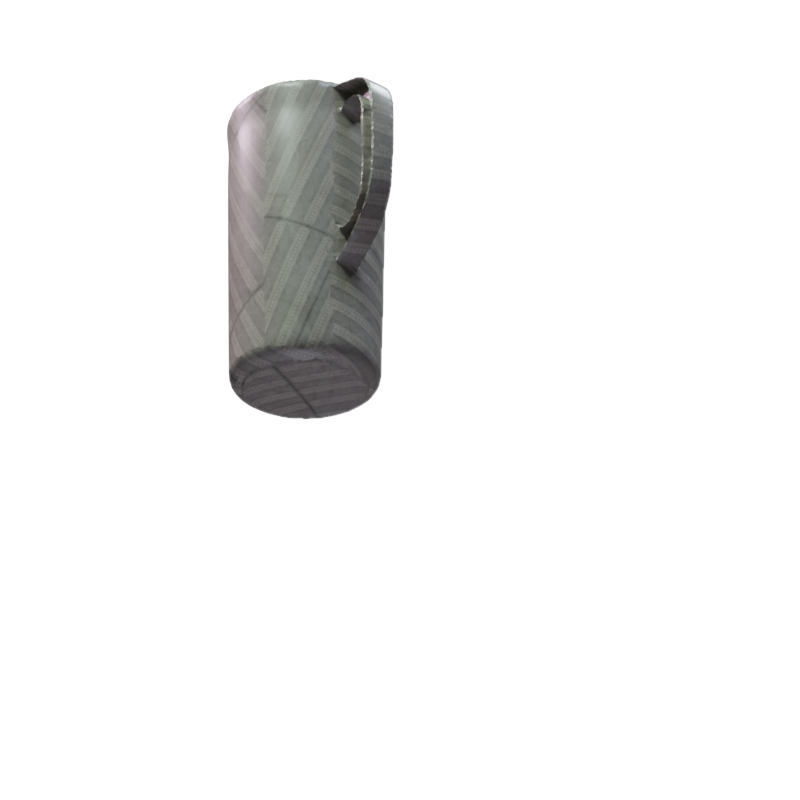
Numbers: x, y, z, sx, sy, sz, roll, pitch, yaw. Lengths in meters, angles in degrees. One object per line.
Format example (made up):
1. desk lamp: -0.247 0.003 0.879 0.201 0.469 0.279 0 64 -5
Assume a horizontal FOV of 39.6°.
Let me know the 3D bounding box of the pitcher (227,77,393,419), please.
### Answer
1. pitcher: -0.066 -0.120 0.838 0.146 0.260 0.138 -7 -32 7
